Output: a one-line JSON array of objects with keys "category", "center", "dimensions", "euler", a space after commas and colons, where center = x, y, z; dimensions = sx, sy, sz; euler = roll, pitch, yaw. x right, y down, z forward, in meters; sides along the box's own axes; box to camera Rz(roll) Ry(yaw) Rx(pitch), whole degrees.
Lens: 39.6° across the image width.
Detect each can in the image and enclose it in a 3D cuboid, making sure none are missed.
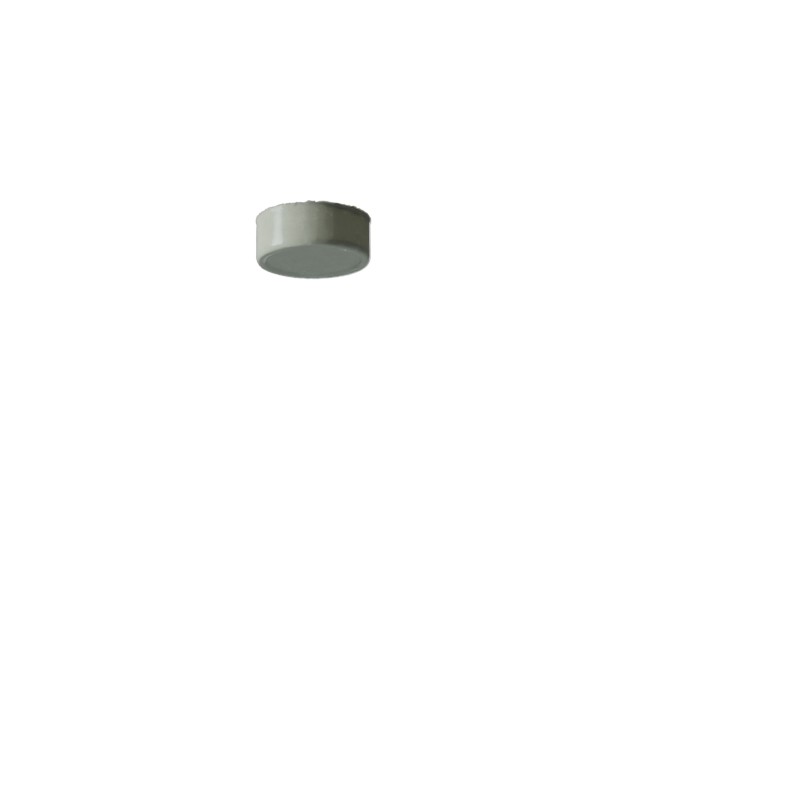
[{"category": "can", "center": [-0.064, -0.117, 0.817], "dimensions": [0.086, 0.035, 0.083], "euler": [0, -12, -2]}]
